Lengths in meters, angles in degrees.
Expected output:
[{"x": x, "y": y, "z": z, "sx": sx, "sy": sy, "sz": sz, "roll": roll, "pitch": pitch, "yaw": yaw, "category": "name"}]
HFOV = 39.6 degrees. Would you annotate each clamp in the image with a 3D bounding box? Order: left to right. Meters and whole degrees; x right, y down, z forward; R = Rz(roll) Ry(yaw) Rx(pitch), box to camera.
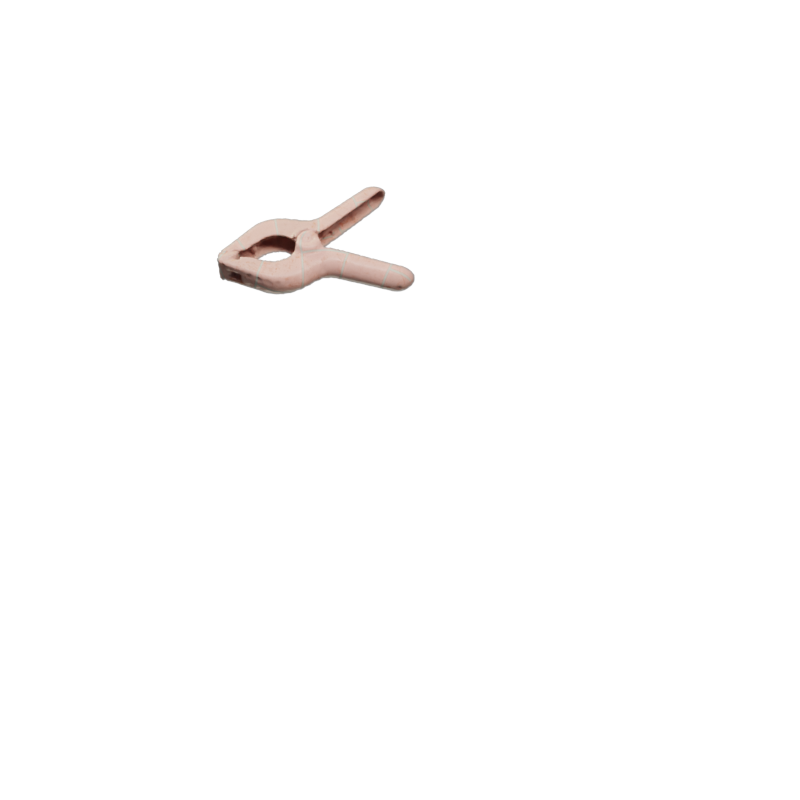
[{"x": -0.078, "y": -0.142, "z": 0.997, "sx": 0.171, "sy": 0.129, "sz": 0.036, "roll": -3, "pitch": -44, "yaw": -3, "category": "clamp"}]
